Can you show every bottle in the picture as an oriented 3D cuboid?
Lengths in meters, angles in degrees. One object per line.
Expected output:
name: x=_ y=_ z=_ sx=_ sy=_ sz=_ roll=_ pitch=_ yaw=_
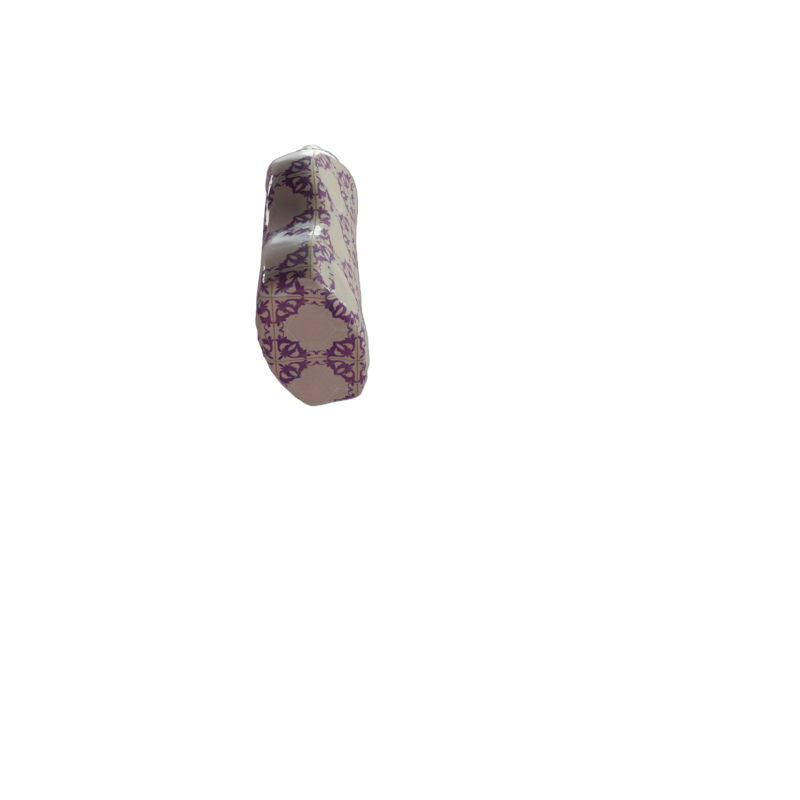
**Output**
bottle: x=-0.053 y=-0.096 z=0.673 sx=0.059 sy=0.089 sz=0.206 roll=-14 pitch=42 yaw=9
